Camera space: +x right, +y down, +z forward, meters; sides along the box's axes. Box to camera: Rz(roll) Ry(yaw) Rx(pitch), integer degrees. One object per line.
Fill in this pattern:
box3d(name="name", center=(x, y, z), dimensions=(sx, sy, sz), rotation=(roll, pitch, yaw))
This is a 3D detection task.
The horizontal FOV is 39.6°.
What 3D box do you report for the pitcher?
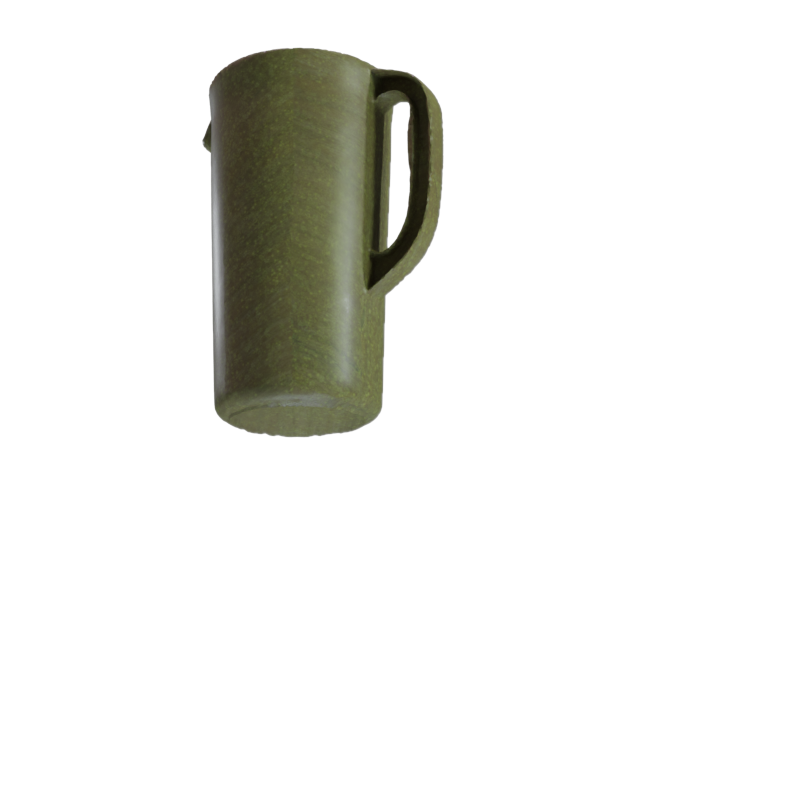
box3d(name="pitcher", center=(-0.058, -0.106, 0.744), dimensions=(0.142, 0.255, 0.146), rotation=(5, -20, -16))
